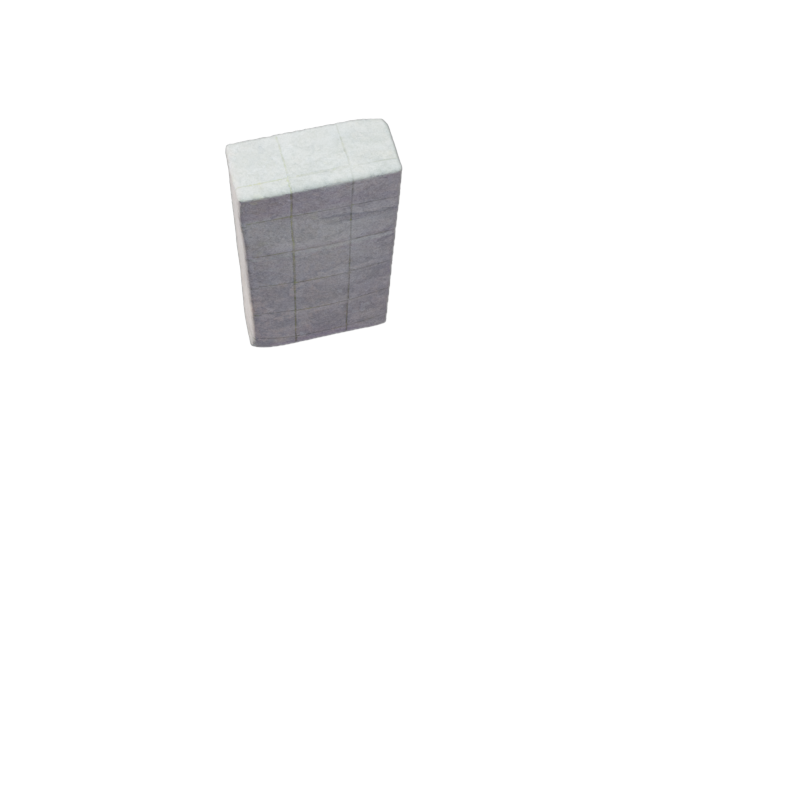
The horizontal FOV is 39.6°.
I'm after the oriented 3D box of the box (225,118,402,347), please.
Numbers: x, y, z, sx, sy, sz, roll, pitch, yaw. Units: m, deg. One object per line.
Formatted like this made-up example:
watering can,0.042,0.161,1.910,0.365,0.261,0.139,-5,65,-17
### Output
box,-0.052,-0.096,0.670,0.093,0.051,0.166,-11,-28,-10
